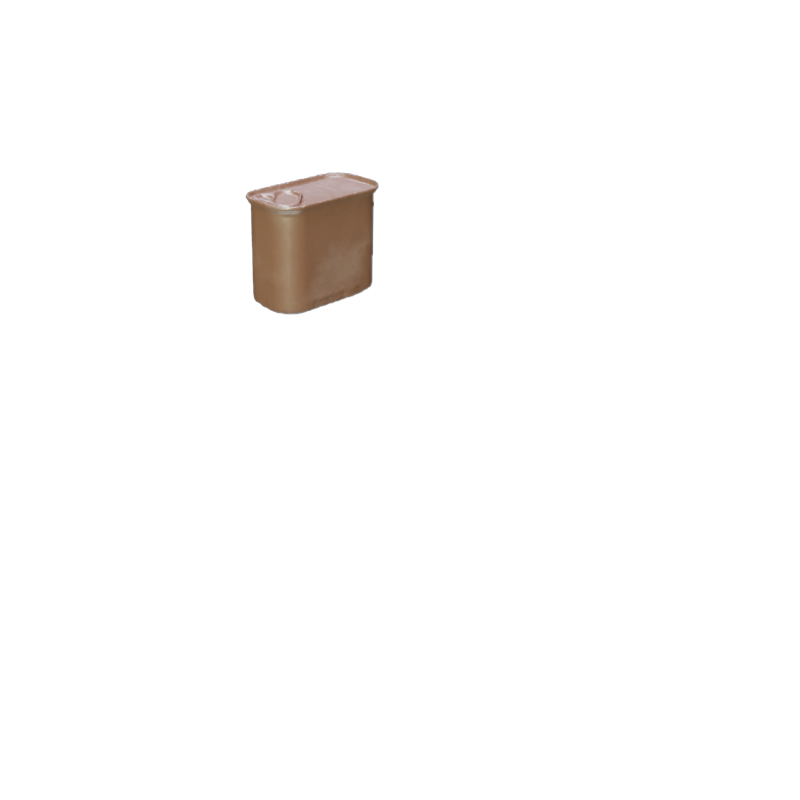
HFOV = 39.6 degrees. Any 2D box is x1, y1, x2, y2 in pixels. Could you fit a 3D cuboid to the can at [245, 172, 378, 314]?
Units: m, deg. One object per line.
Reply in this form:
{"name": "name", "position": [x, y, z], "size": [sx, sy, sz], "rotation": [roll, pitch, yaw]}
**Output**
{"name": "can", "position": [-0.065, -0.119, 0.835], "size": [0.100, 0.080, 0.061], "rotation": [-21, 30, -40]}
